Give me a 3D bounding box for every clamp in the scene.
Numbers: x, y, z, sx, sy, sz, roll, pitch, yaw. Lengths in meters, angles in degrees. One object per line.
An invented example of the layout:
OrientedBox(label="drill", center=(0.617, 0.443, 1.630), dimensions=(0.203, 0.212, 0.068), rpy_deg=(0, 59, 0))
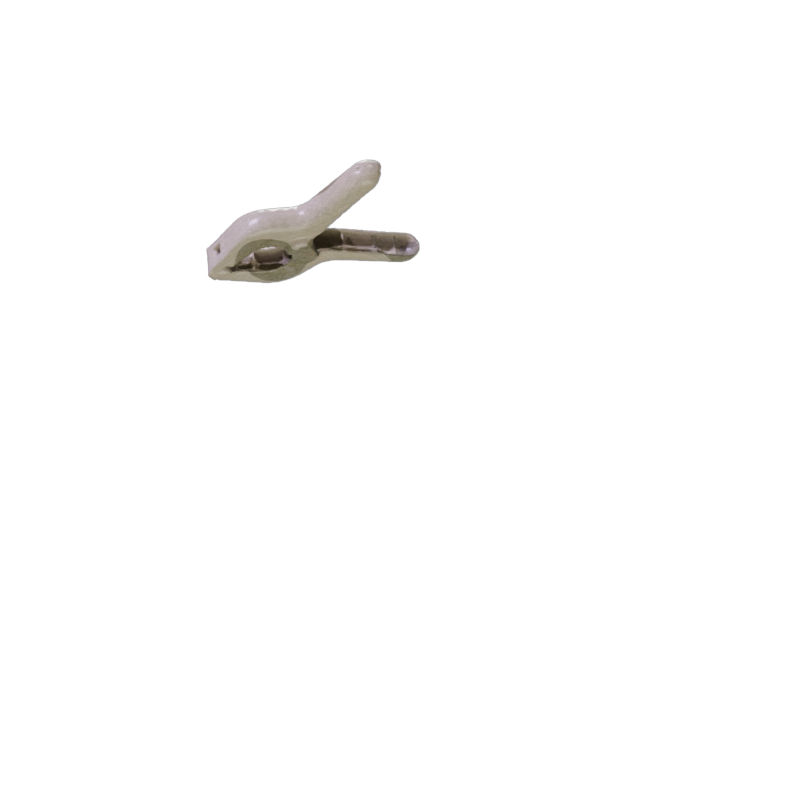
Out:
OrientedBox(label="clamp", center=(-0.070, -0.128, 0.893), dimensions=(0.173, 0.042, 0.111), rpy_deg=(-17, -40, 21))
